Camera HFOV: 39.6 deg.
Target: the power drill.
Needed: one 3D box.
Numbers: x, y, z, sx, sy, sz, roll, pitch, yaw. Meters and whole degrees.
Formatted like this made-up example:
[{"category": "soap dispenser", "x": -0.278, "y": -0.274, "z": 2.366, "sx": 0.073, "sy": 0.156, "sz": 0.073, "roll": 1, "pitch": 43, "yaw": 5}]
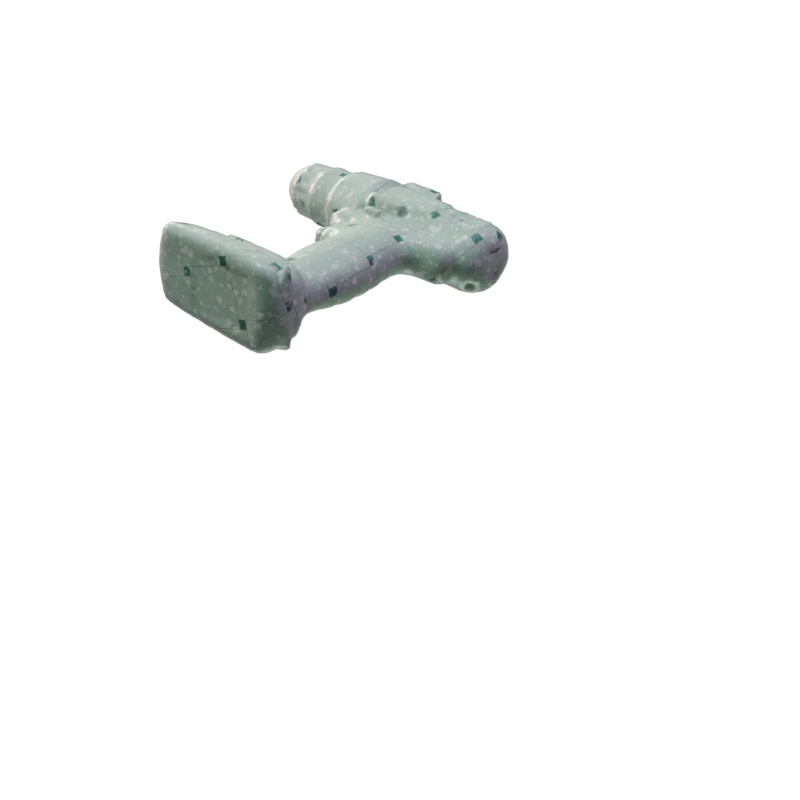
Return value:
[{"category": "power drill", "x": -0.055, "y": -0.100, "z": 0.697, "sx": 0.186, "sy": 0.054, "sz": 0.197, "roll": -24, "pitch": 36, "yaw": -38}]
